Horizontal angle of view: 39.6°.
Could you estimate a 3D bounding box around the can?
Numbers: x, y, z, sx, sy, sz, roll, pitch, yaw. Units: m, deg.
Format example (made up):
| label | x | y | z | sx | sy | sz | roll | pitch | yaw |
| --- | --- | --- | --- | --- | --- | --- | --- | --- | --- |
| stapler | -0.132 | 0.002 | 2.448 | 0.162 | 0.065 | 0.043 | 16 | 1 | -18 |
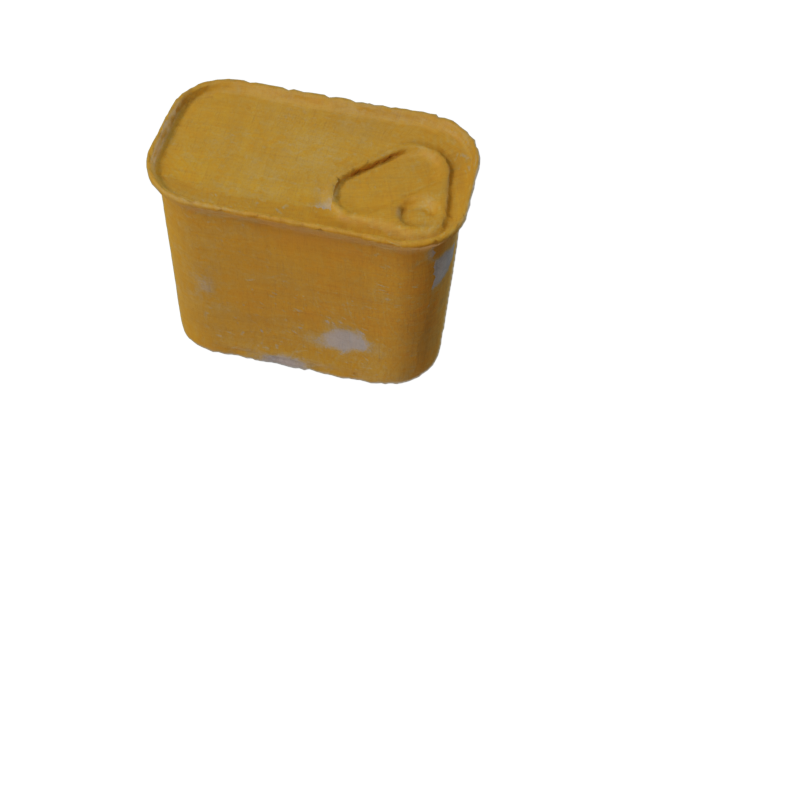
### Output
| label | x | y | z | sx | sy | sz | roll | pitch | yaw |
| --- | --- | --- | --- | --- | --- | --- | --- | --- | --- |
| can | -0.029 | -0.054 | 0.378 | 0.103 | 0.061 | 0.078 | 12 | -36 | 7 |
